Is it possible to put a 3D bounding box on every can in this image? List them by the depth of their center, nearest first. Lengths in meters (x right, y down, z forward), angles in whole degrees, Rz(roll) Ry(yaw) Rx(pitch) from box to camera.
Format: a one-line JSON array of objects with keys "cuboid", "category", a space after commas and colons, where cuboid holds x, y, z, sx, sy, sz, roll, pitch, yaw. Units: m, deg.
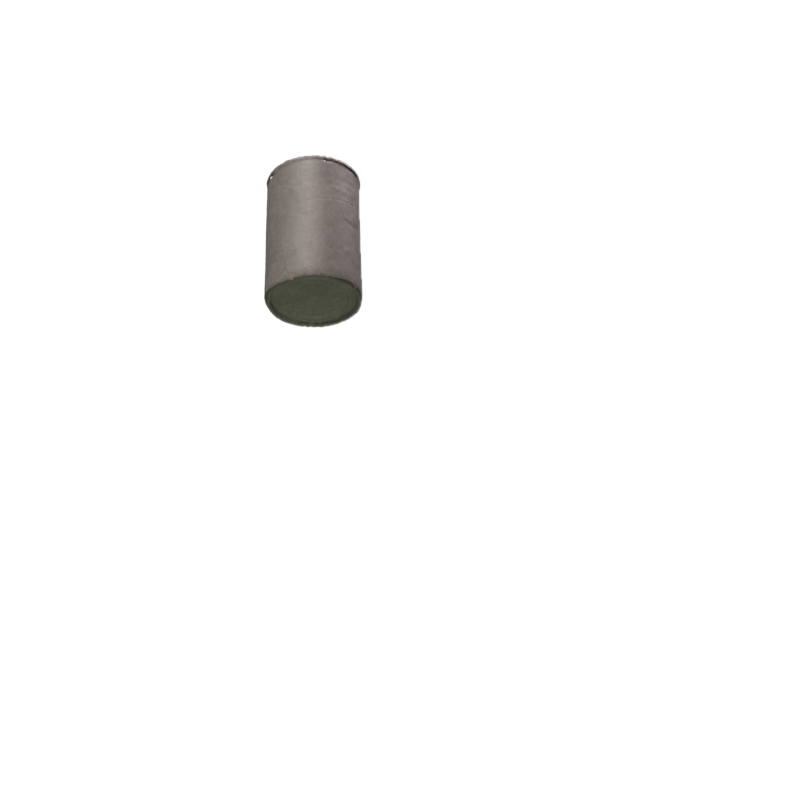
[{"cuboid": [-0.061, -0.111, 0.776, 0.068, 0.109, 0.064, -1, -32, -2], "category": "can"}]
